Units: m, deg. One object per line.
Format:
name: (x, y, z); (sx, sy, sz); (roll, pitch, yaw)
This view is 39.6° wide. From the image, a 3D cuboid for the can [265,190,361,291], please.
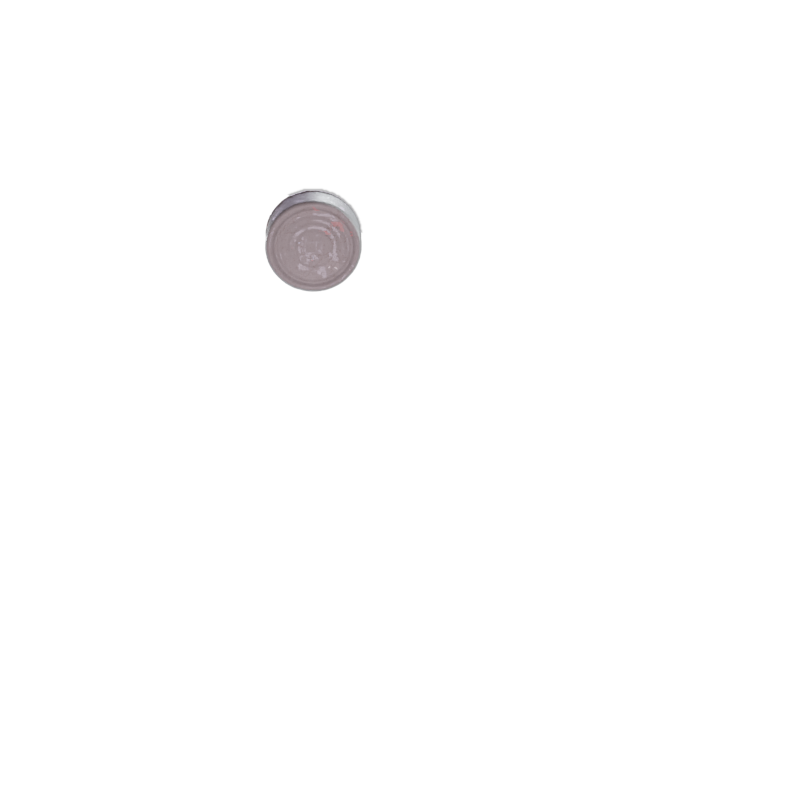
can: (-0.077, -0.140, 0.978); (0.086, 0.082, 0.035); (1, 23, -1)
